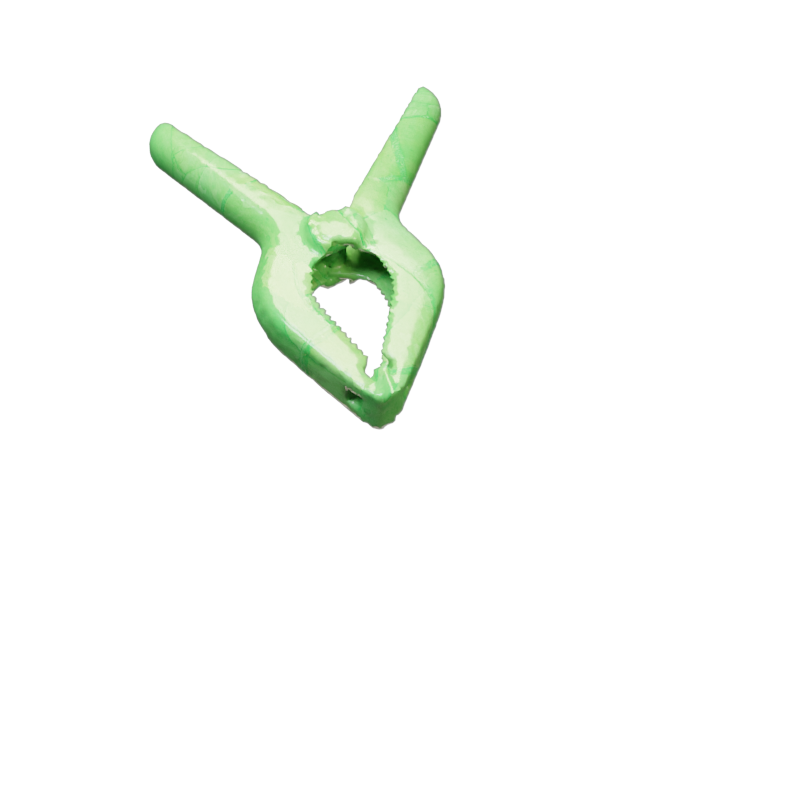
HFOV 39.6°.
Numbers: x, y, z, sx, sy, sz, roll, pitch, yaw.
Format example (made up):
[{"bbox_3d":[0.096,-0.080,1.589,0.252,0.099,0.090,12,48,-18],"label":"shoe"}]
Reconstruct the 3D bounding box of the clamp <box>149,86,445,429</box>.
[{"bbox_3d":[-0.044,-0.081,0.566,0.164,0.226,0.034,-6,-37,-5],"label":"clamp"}]
